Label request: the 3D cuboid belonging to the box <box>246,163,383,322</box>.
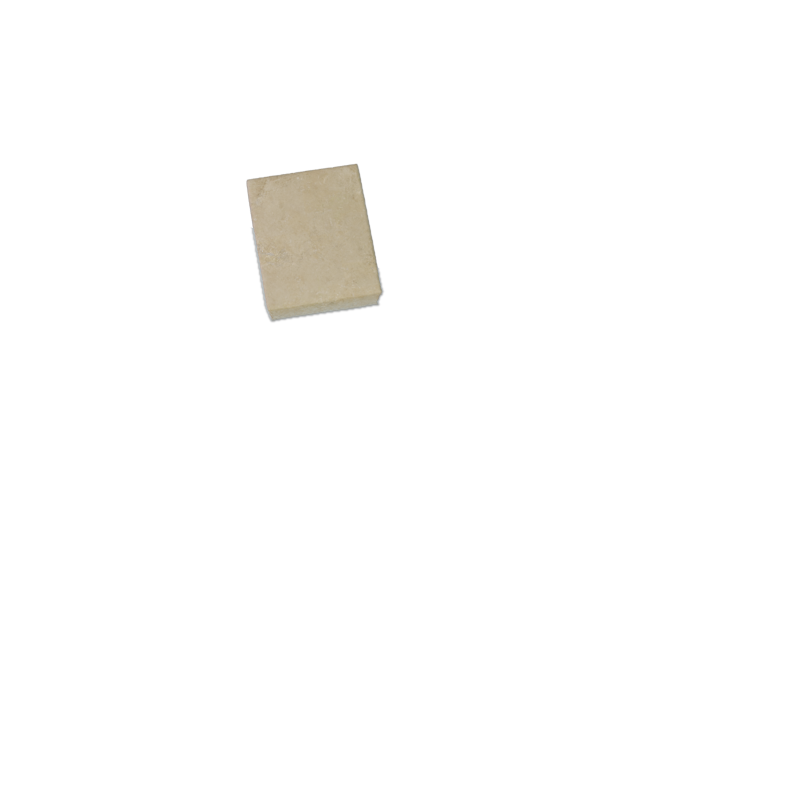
[{"bbox_3d":[-0.068,-0.124,0.866,0.089,0.119,0.037,-10,-18,-4],"label":"box"}]
